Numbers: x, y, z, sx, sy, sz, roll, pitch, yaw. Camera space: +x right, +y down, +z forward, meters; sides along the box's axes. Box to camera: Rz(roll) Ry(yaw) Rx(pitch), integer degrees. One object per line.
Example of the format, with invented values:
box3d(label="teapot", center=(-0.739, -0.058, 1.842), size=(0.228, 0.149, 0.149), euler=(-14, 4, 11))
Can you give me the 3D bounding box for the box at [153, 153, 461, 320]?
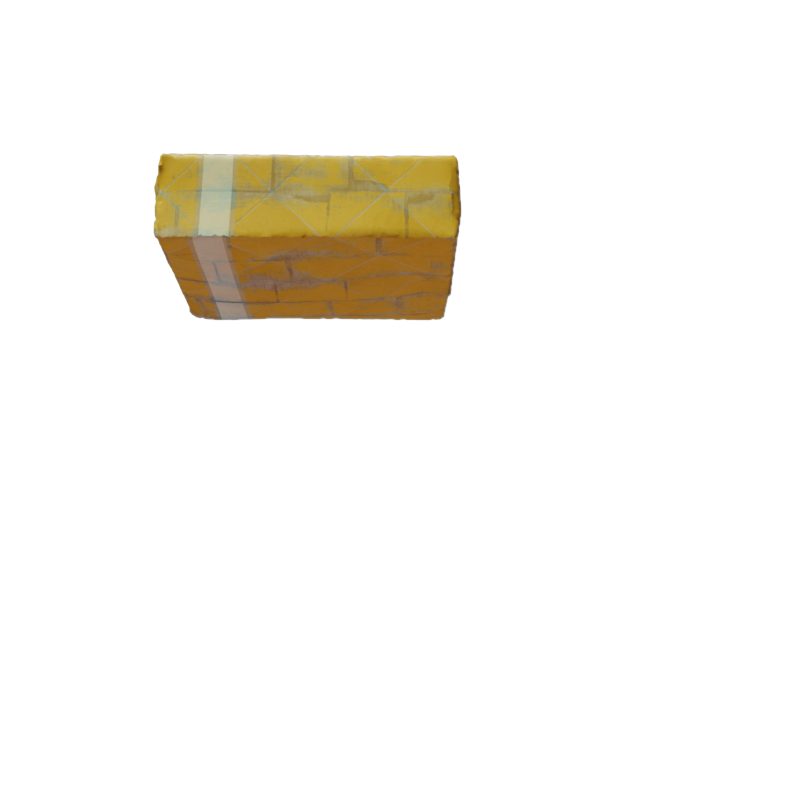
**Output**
box3d(label="box", center=(-0.035, -0.063, 0.441), size=(0.114, 0.041, 0.085), euler=(-1, -18, 1))
